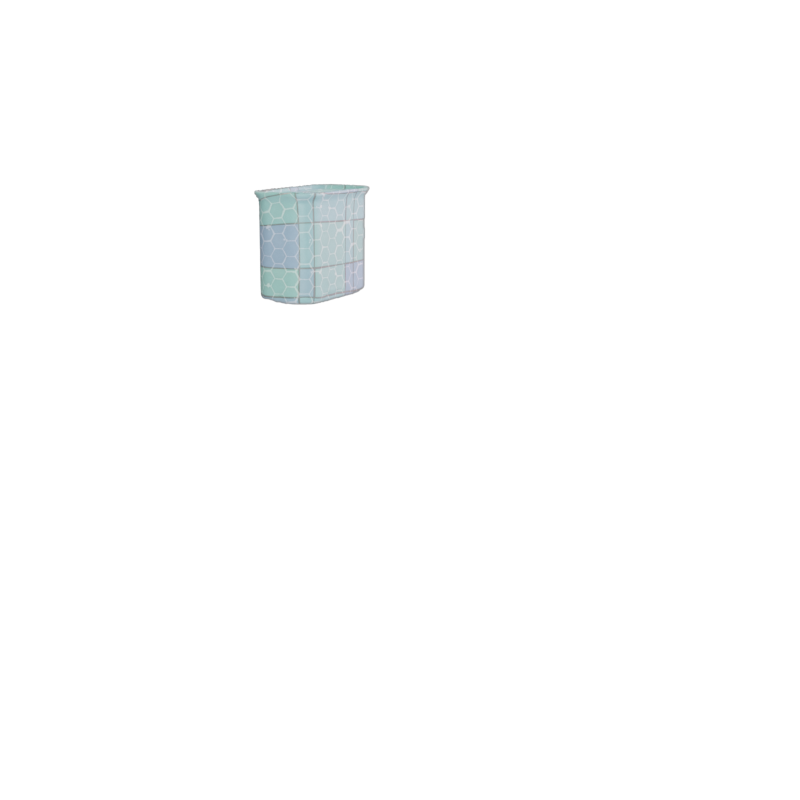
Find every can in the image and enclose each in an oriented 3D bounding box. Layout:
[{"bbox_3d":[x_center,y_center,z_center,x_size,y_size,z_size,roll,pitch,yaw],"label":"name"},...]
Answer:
[{"bbox_3d":[-0.067,-0.123,0.860,0.060,0.082,0.100,6,12,29],"label":"can"}]
